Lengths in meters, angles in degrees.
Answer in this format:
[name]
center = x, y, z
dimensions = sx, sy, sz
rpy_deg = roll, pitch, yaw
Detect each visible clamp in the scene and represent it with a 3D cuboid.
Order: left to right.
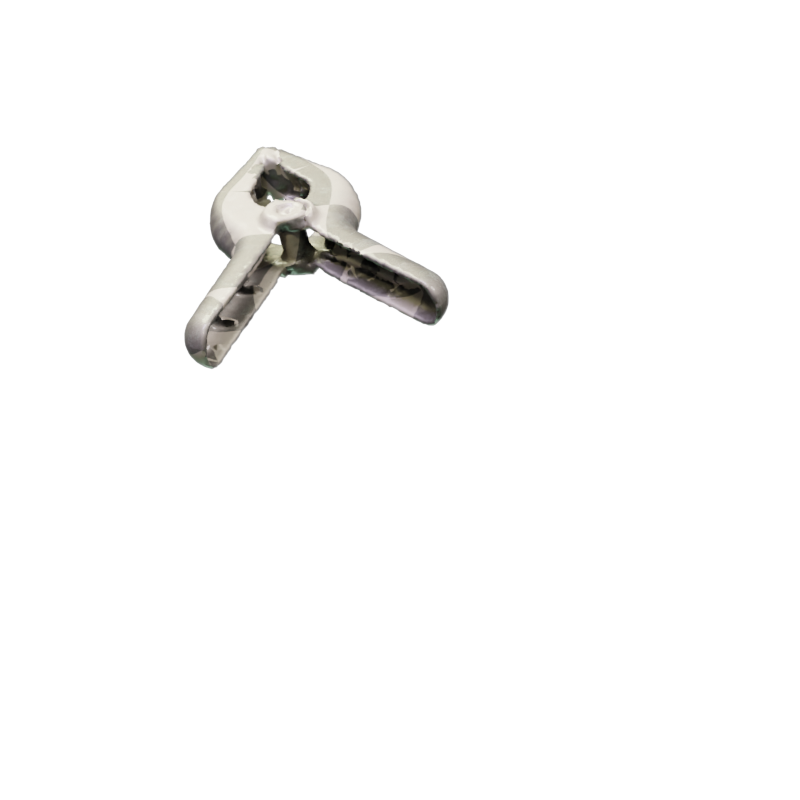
[clamp]
center = -0.044, -0.080, 0.558
dimensions = 0.120, 0.037, 0.184
rpy_deg = -2, 40, -3
